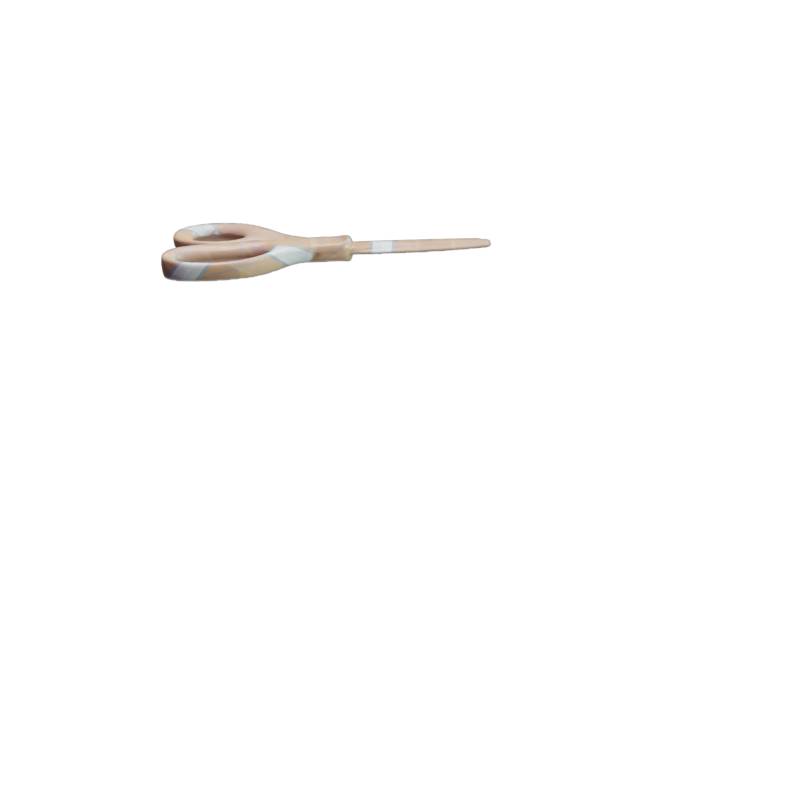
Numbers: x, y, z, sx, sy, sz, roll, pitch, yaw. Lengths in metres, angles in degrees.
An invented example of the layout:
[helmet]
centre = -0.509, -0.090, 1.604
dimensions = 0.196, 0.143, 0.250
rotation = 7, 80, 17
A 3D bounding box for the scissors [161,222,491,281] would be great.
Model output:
[scissors]
centre = -0.054, -0.099, 0.695
dimensions = 0.198, 0.015, 0.103
rotation = -10, 26, -22
